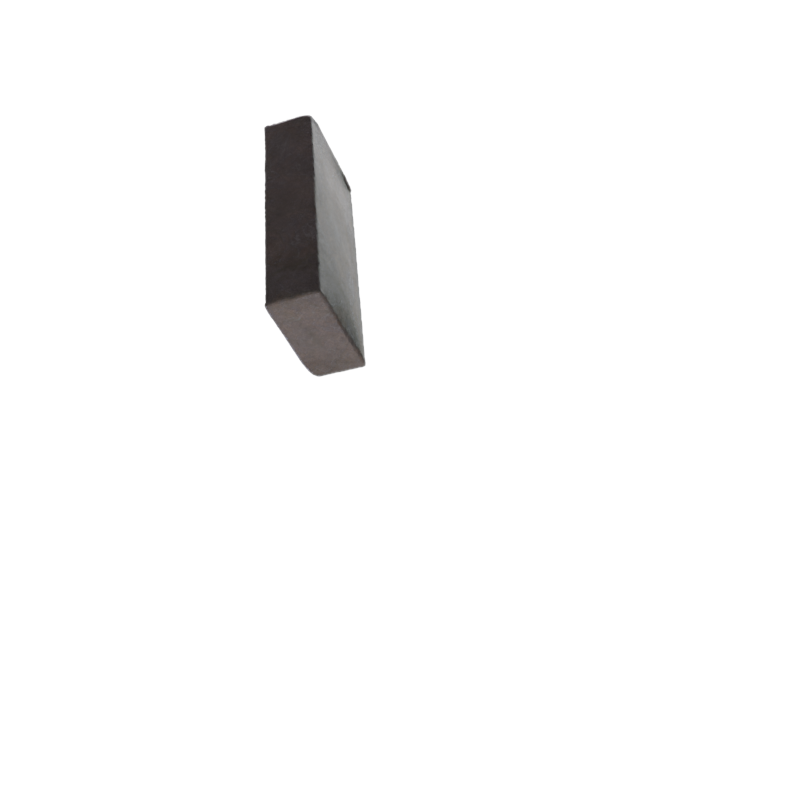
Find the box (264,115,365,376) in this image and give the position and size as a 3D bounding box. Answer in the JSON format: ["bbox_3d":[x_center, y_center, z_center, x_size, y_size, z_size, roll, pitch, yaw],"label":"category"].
[{"bbox_3d":[-0.063,-0.115,0.802,0.048,0.189,0.086,-14,-39,14],"label":"box"}]
